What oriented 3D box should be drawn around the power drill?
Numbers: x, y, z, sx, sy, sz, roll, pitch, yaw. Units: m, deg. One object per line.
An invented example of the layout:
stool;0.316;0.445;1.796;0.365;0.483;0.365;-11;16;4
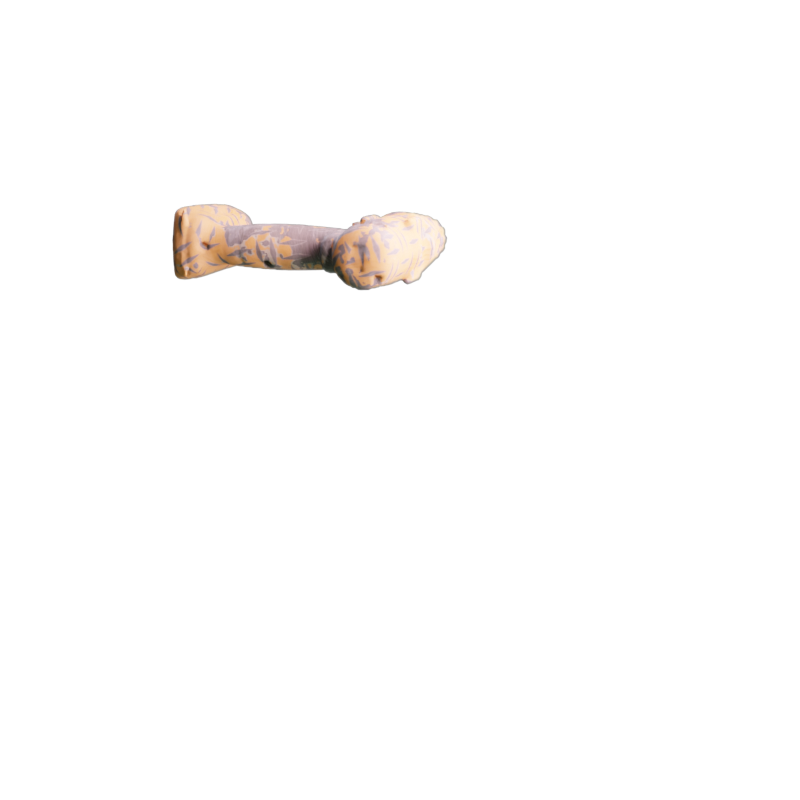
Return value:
power drill;-0.067;-0.123;0.861;0.193;0.056;0.183;4;11;18
